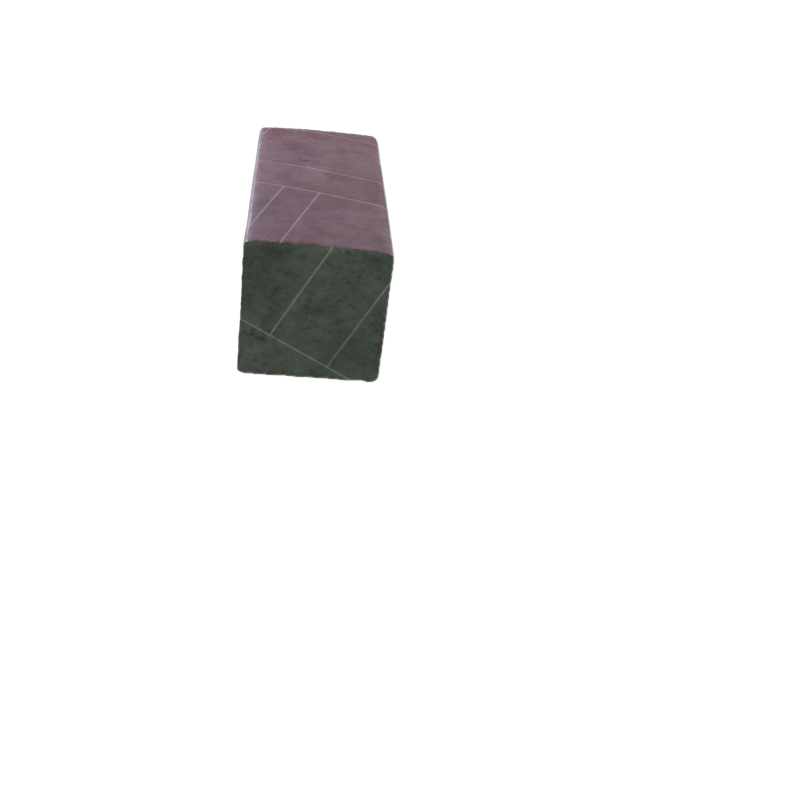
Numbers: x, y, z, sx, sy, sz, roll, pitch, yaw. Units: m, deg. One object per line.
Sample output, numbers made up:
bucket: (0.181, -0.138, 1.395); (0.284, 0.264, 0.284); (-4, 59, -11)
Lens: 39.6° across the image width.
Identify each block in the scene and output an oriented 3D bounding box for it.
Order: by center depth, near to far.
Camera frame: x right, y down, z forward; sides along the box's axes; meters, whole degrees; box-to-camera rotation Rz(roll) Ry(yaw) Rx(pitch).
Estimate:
block: (-0.058, -0.108, 0.752); (0.090, 0.086, 0.219); (4, 30, -6)
